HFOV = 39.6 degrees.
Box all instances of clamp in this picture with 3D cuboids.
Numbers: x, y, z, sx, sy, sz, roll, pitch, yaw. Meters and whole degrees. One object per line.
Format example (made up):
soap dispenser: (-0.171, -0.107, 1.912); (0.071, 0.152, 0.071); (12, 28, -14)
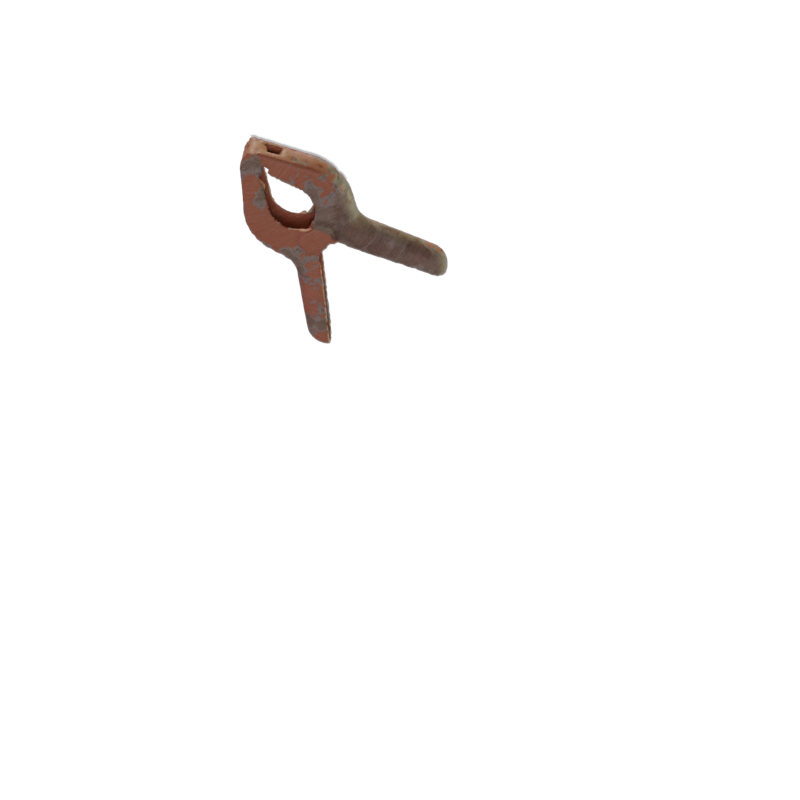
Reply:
clamp: (-0.063, -0.115, 0.804); (0.164, 0.119, 0.041); (41, 20, -19)
